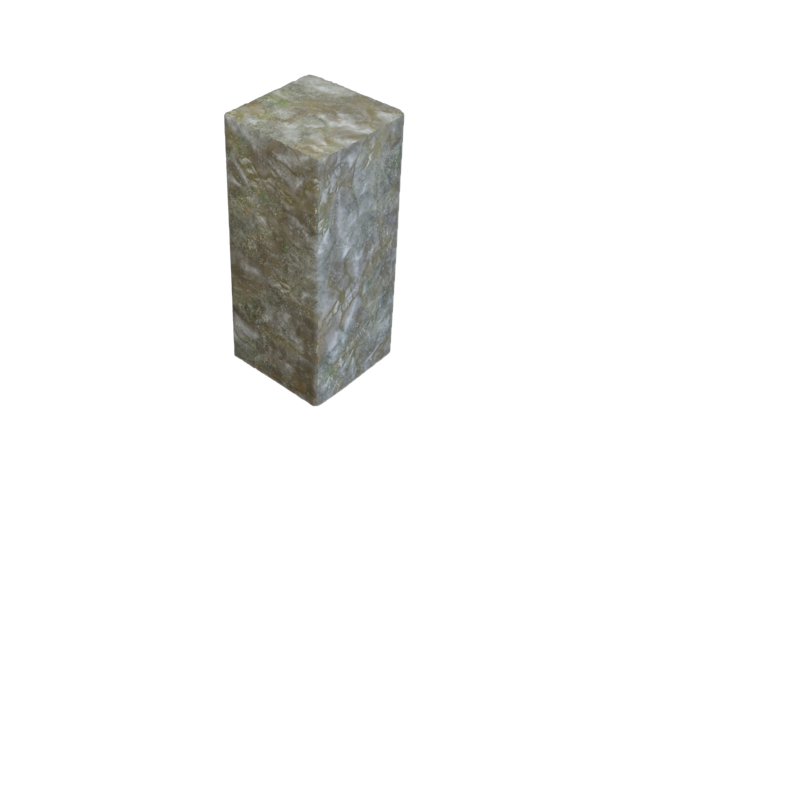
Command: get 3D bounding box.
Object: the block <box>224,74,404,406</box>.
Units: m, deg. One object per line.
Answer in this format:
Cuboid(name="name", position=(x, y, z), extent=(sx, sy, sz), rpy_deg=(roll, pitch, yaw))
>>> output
Cuboid(name="block", position=(-0.062, -0.114, 0.794), extent=(0.096, 0.193, 0.091), rpy_deg=(29, 44, 30))
